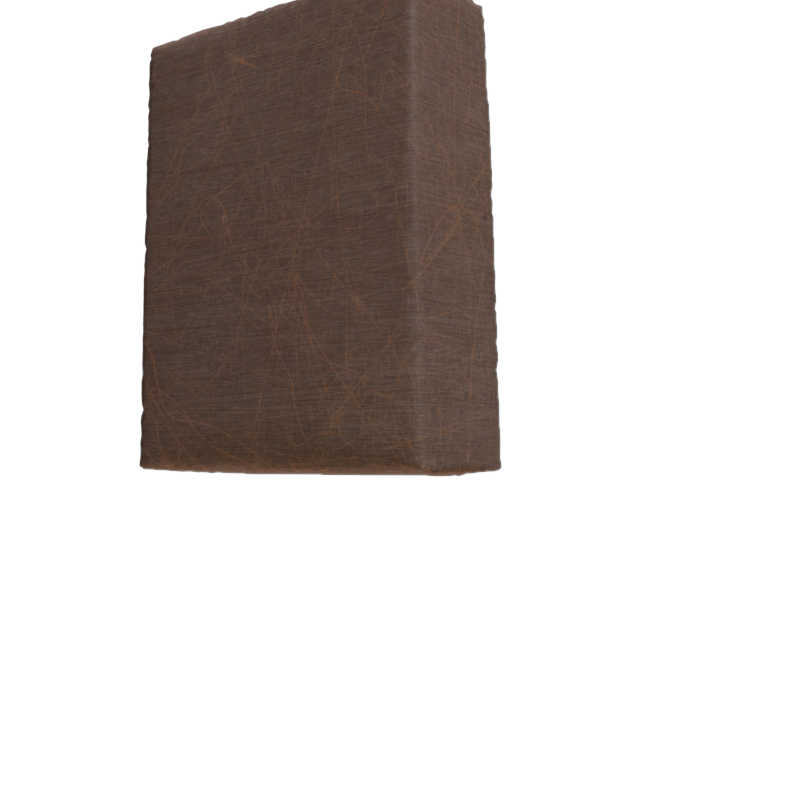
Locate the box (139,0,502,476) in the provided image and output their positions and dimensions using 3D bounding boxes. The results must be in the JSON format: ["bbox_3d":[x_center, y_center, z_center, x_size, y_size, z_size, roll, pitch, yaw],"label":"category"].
[{"bbox_3d":[-0.041,-0.074,0.520,0.169,0.219,0.068,-6,-11,36],"label":"box"}]
